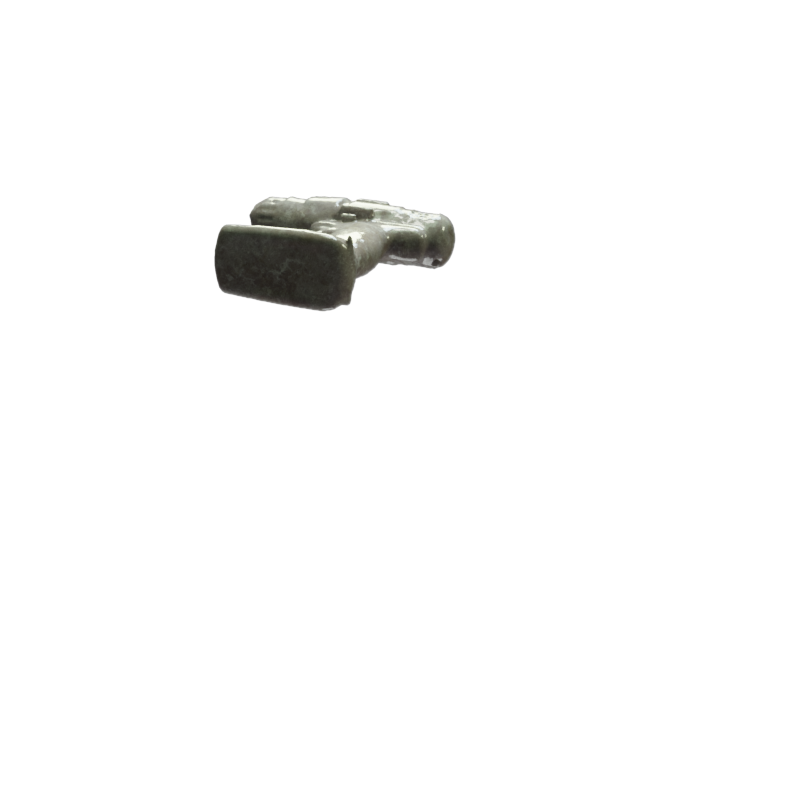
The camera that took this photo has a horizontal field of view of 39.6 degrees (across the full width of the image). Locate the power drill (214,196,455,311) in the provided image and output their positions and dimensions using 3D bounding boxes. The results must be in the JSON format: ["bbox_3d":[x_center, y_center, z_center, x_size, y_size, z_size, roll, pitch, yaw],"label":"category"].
[{"bbox_3d":[-0.069,-0.125,0.878,0.191,0.055,0.188,8,21,22],"label":"power drill"}]
